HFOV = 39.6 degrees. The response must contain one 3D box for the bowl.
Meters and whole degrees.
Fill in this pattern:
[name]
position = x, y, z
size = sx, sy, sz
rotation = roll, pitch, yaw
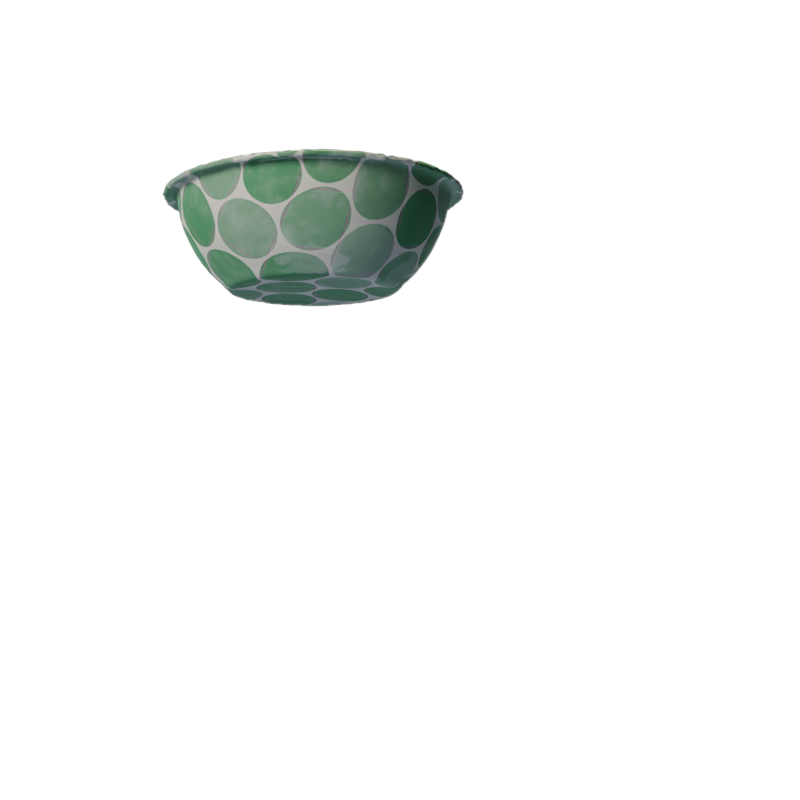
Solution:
[bowl]
position = -0.047, -0.085, 0.597
size = 0.162, 0.056, 0.159
rotation = 0, -6, -2
